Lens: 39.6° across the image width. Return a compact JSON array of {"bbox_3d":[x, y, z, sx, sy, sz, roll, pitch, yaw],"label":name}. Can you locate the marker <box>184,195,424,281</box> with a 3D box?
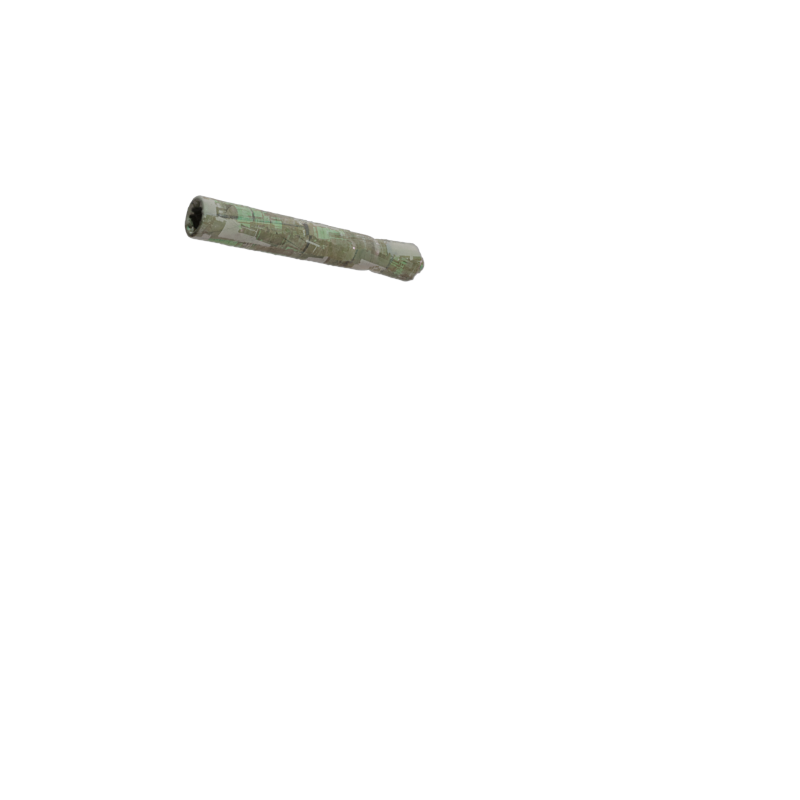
[{"bbox_3d":[-0.039,-0.072,0.502,0.115,0.020,0.020,8,-1,-32],"label":"marker"}]
